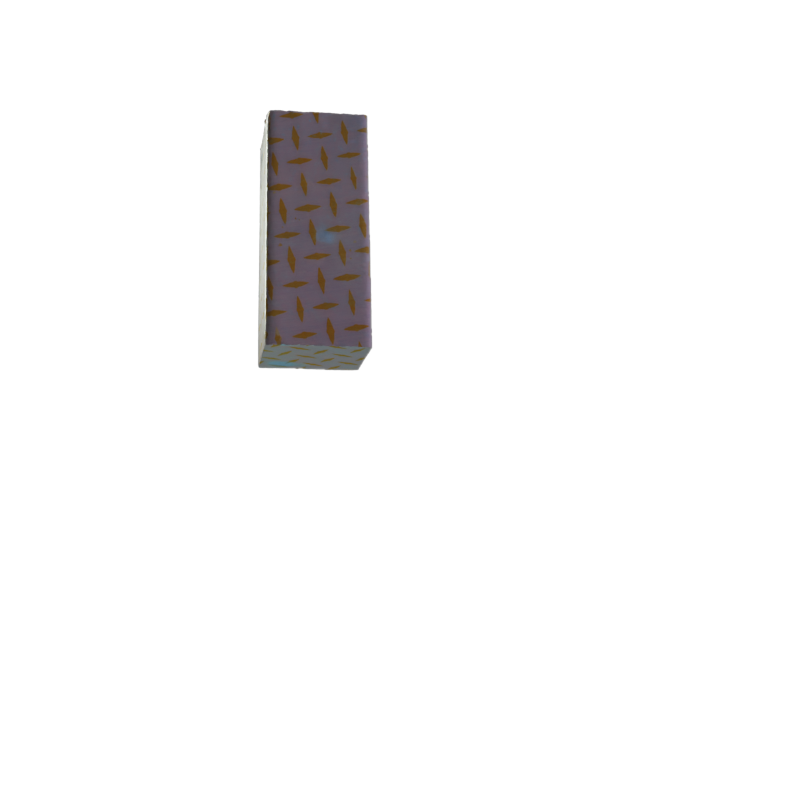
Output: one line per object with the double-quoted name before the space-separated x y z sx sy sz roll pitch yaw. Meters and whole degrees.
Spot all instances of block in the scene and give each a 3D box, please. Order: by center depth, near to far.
"block" -0.076 -0.137 0.960 0.089 0.215 0.088 1 -17 -9
